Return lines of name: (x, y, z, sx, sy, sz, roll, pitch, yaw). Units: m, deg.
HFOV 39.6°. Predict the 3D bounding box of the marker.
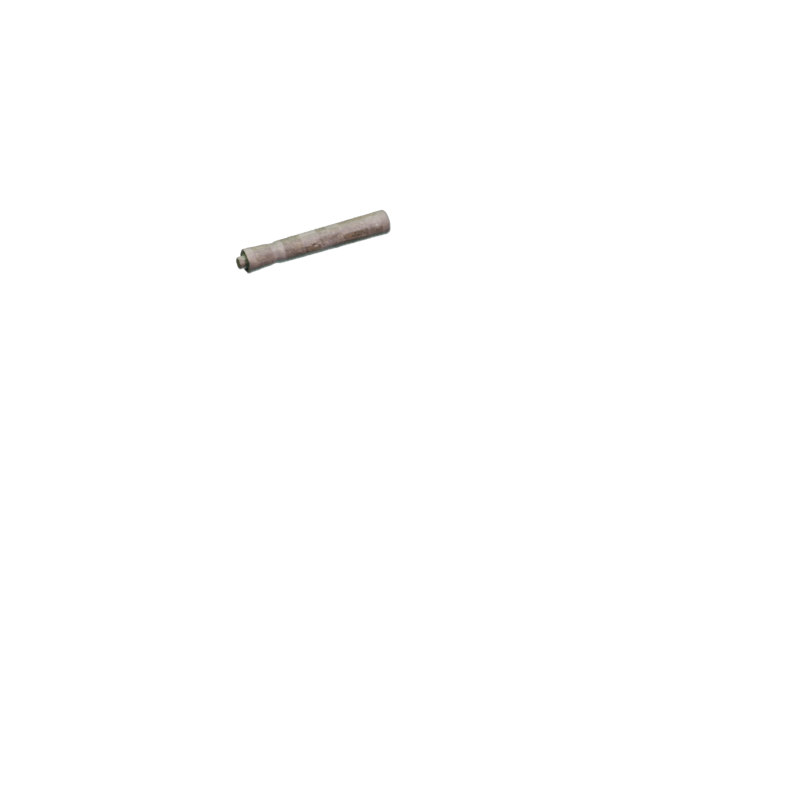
marker: (-0.065, -0.118, 0.825, 0.120, 0.019, 0.020, -19, 11, -19)
